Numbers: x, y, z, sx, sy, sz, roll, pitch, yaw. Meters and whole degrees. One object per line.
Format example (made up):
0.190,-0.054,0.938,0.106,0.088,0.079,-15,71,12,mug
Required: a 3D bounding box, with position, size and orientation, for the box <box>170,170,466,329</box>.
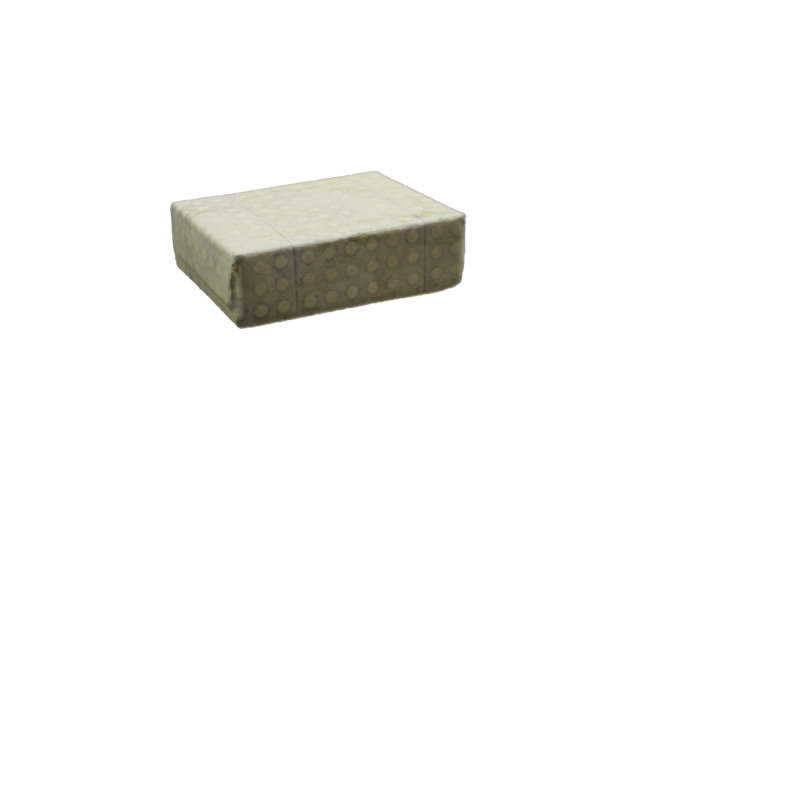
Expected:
-0.040,-0.073,0.512,0.111,0.037,0.096,-11,27,-23,box
